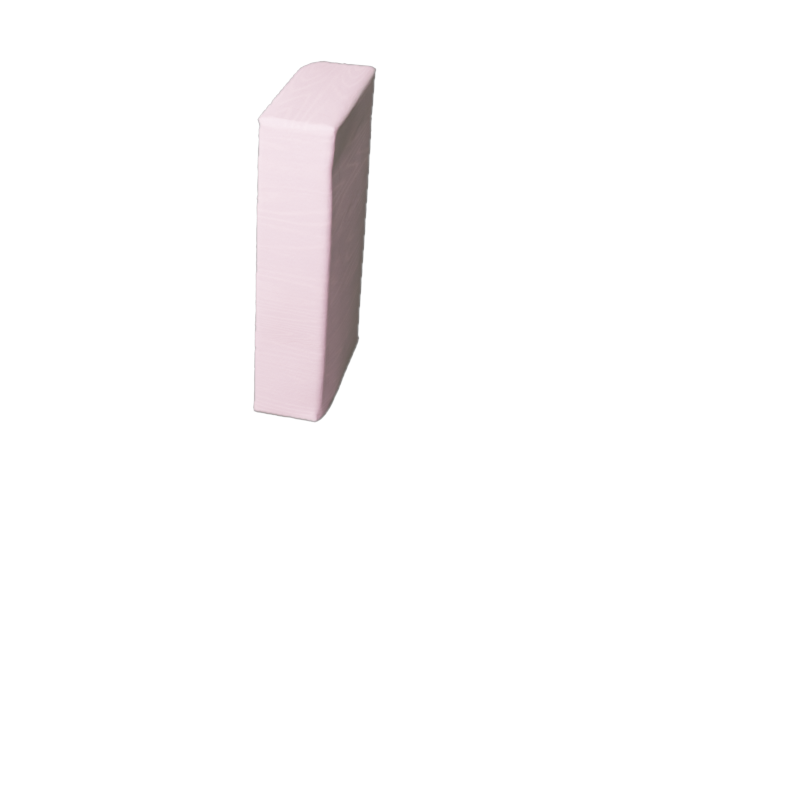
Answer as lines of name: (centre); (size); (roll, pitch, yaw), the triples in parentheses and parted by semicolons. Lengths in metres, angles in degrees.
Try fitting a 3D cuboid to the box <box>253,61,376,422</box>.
box: (-0.047, -0.086, 0.601); (0.049, 0.166, 0.097); (8, 31, 9)
